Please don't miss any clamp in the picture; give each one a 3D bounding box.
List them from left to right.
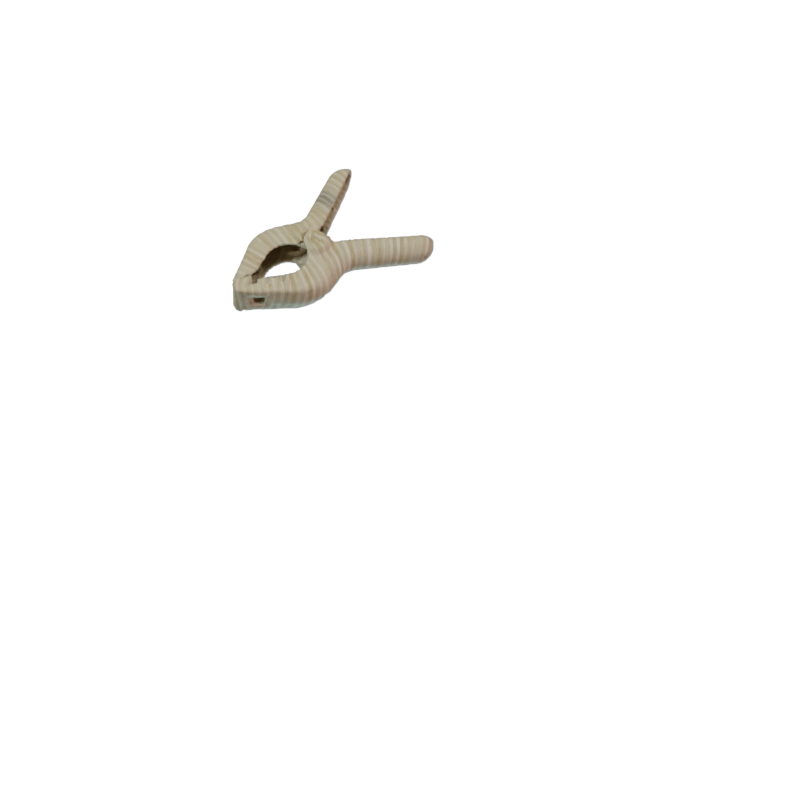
[{"bbox_3d":[-0.072,-0.132,0.921,0.170,0.036,0.130,-23,49,-22],"label":"clamp"}]
